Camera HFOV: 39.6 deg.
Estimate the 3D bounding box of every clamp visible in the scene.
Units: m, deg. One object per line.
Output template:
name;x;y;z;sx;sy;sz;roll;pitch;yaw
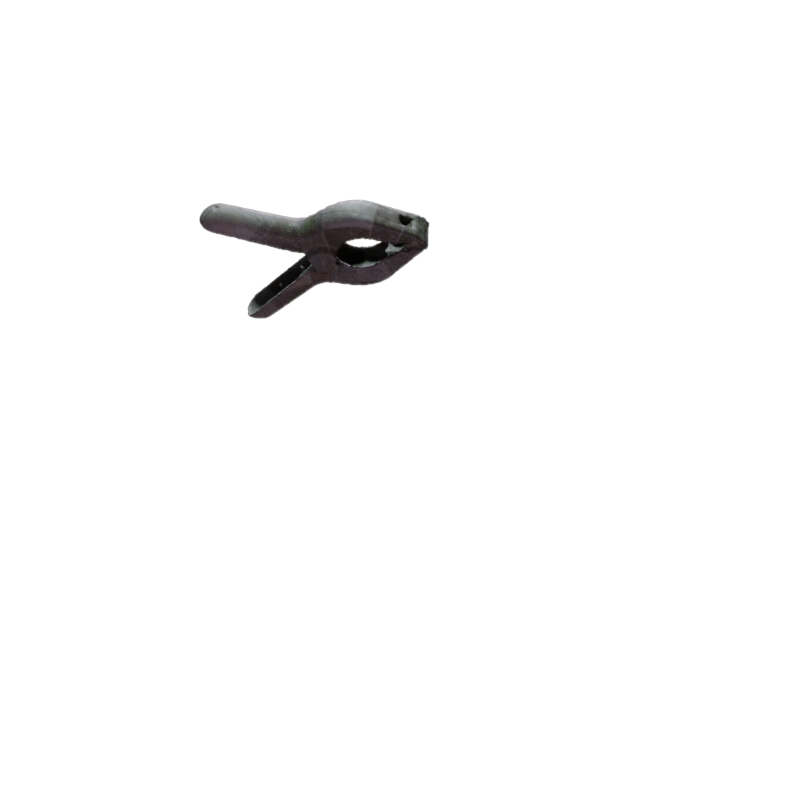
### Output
clamp;-0.067;-0.122;0.852;0.173;0.042;0.111;-15;-39;20
